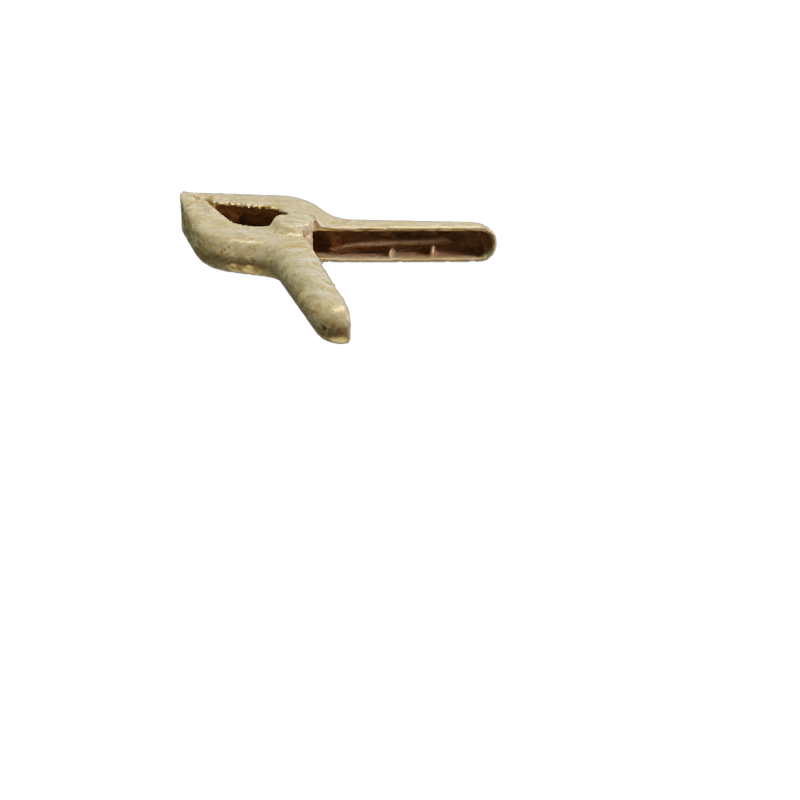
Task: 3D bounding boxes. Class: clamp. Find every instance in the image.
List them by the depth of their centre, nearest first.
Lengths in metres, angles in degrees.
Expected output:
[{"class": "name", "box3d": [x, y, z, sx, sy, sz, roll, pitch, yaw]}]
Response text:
[{"class": "clamp", "box3d": [-0.056, -0.101, 0.711, 0.223, 0.034, 0.163, 25, 37, 38]}]
